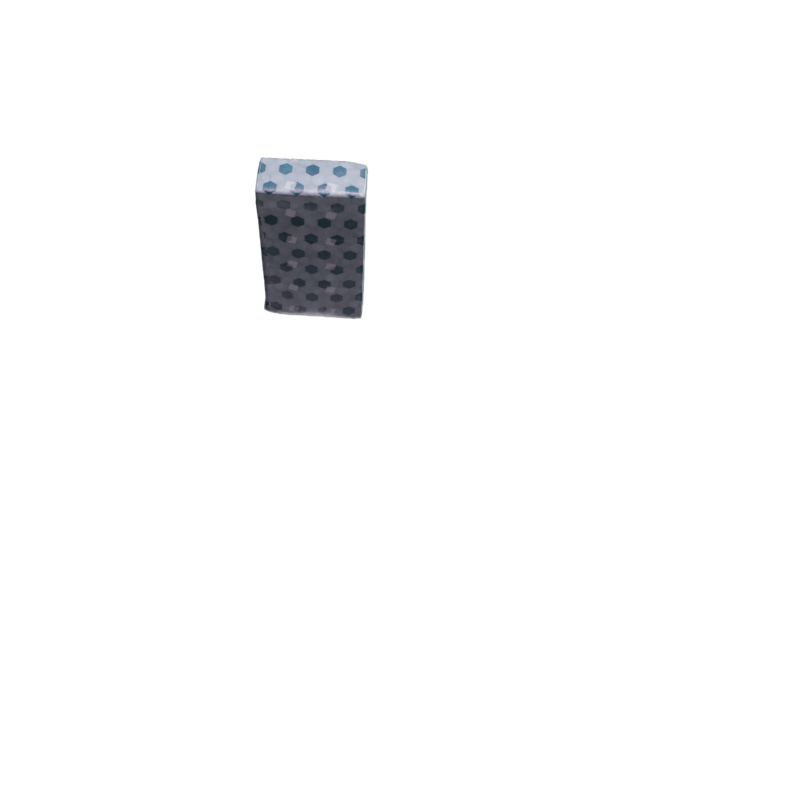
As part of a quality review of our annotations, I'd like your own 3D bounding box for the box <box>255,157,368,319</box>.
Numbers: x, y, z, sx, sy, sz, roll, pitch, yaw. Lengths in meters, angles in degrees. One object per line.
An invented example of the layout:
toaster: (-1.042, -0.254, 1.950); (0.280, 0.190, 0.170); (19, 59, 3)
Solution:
box: (-0.076, -0.140, 0.978); (0.094, 0.051, 0.165); (5, -36, 0)
